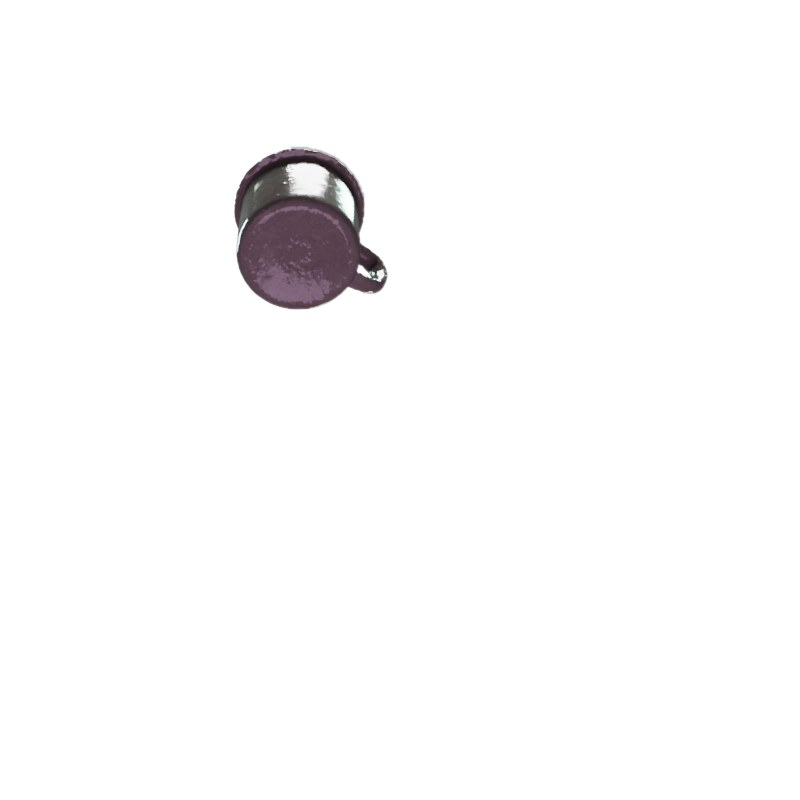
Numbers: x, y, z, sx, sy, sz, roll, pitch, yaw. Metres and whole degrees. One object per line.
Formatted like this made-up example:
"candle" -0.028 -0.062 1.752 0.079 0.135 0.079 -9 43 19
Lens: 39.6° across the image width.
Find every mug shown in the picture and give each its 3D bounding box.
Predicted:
"mug" -0.059 -0.108 0.756 0.113 0.091 0.086 33 23 -17
